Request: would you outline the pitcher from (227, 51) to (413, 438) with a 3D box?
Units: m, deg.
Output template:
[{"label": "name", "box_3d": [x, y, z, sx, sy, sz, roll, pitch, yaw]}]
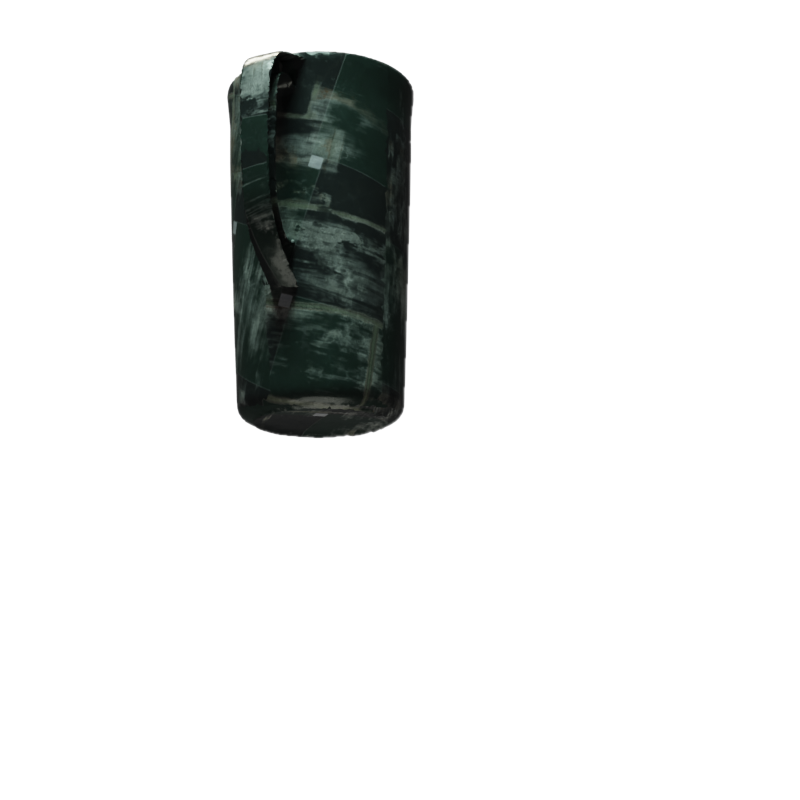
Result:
[{"label": "pitcher", "box_3d": [-0.058, -0.106, 0.745, 0.144, 0.255, 0.143, 8, -21, -24]}]
